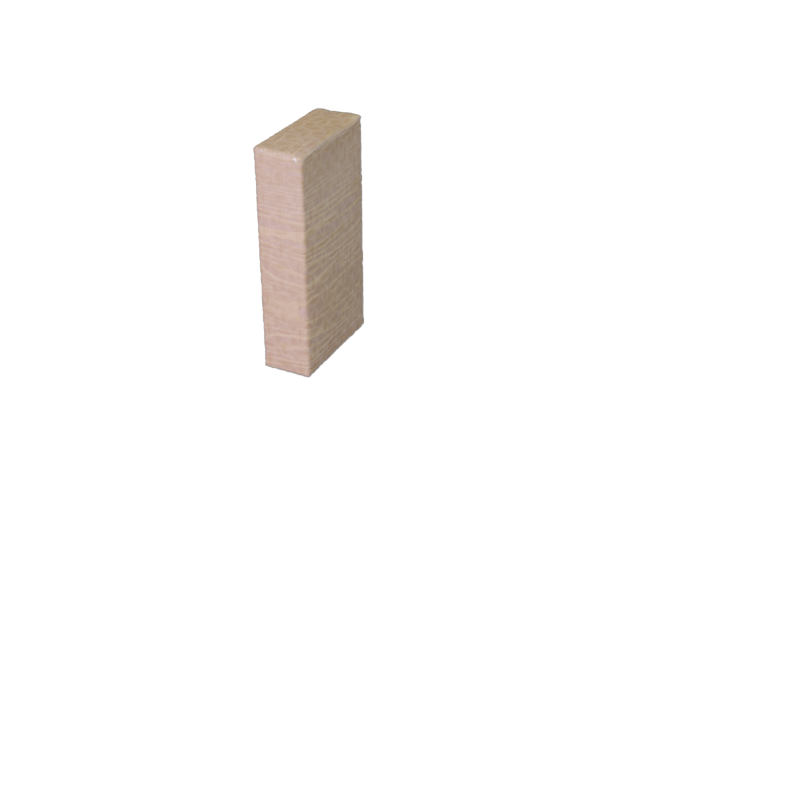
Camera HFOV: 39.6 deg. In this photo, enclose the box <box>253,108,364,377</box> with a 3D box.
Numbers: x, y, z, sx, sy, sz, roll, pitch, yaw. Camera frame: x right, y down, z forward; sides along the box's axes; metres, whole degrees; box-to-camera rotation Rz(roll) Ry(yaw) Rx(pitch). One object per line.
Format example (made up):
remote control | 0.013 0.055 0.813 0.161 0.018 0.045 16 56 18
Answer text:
box | -0.064 -0.117 0.817 0.050 0.166 0.095 15 33 21
